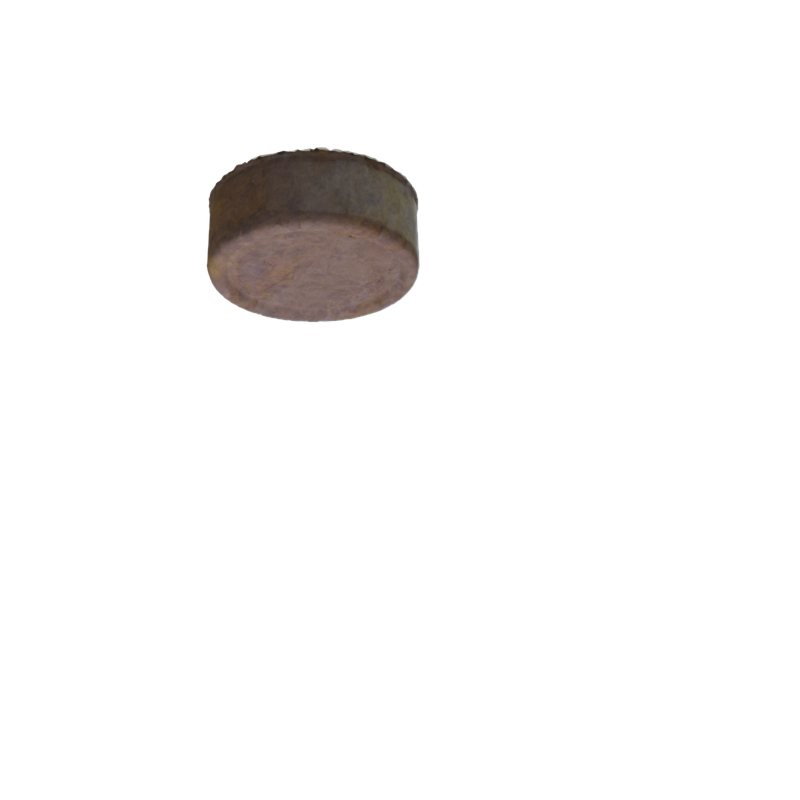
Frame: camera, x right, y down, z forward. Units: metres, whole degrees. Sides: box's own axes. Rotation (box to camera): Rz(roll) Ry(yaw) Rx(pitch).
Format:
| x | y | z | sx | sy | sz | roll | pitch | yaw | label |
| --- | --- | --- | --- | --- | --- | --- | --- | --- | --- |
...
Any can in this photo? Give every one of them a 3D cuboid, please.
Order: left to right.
| x | y | z | sx | sy | sz | roll | pitch | yaw | label |
| --- | --- | --- | --- | --- | --- | --- | --- | --- | --- |
| -0.035 | -0.064 | 0.446 | 0.086 | 0.036 | 0.081 | 1 | -24 | -2 | can |
